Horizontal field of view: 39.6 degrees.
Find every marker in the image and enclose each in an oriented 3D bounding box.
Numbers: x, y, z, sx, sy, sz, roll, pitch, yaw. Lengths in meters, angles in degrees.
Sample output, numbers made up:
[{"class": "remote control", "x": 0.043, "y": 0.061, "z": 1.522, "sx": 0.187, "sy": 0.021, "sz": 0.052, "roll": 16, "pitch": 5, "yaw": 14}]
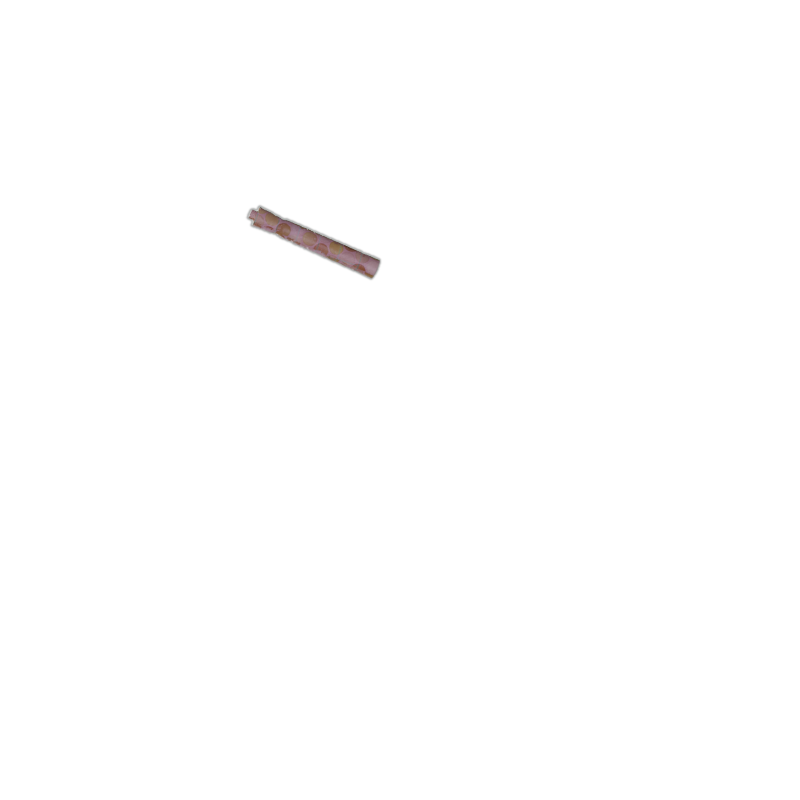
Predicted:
[{"class": "marker", "x": -0.075, "y": -0.137, "z": 0.961, "sx": 0.119, "sy": 0.020, "sz": 0.020, "roll": 23, "pitch": 1, "yaw": -6}]
